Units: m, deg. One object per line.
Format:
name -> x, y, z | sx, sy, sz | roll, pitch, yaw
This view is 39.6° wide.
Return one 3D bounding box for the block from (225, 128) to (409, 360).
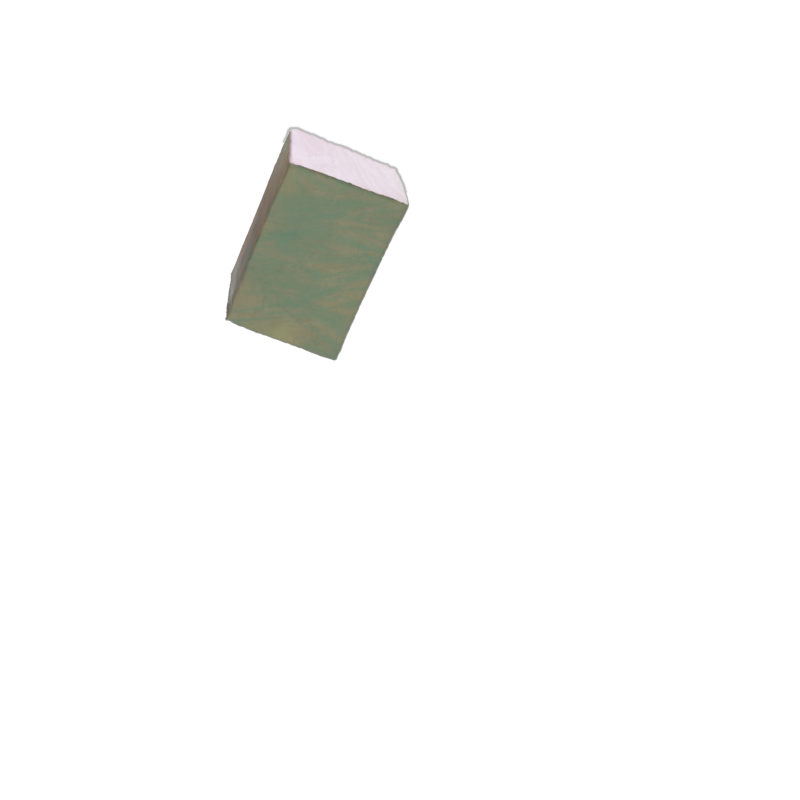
block -> -0.037, -0.068, 0.473 | 0.052, 0.075, 0.054 | 21, 23, -12
